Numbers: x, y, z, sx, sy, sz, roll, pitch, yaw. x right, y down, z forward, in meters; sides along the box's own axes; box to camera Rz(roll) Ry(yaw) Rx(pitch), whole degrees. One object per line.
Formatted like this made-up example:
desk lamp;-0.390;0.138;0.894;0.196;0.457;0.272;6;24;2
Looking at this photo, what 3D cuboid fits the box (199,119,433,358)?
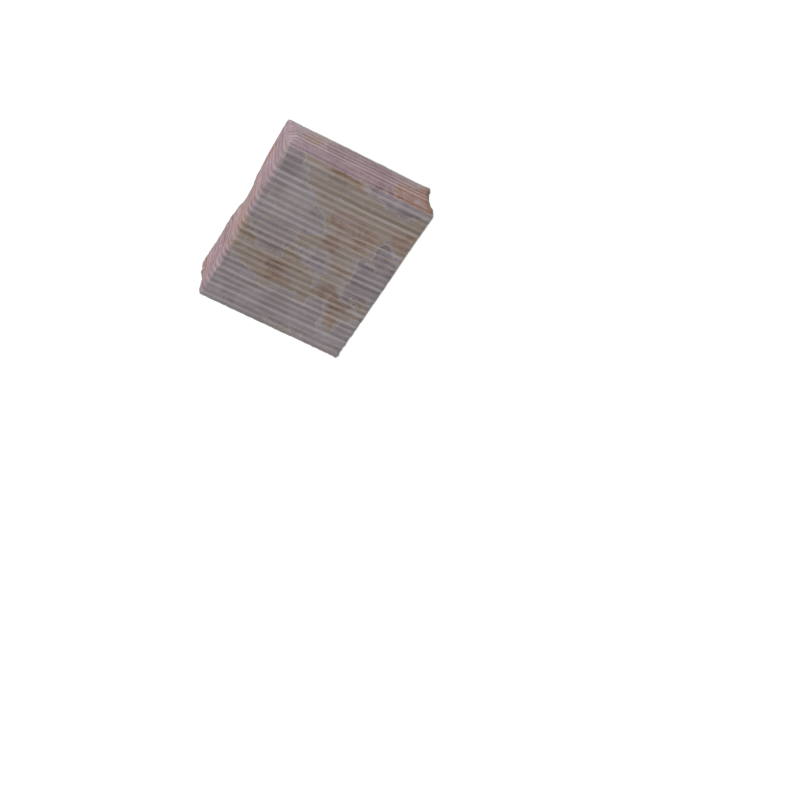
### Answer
box;-0.039;-0.071;0.499;0.071;0.087;0.032;26;30;-17
